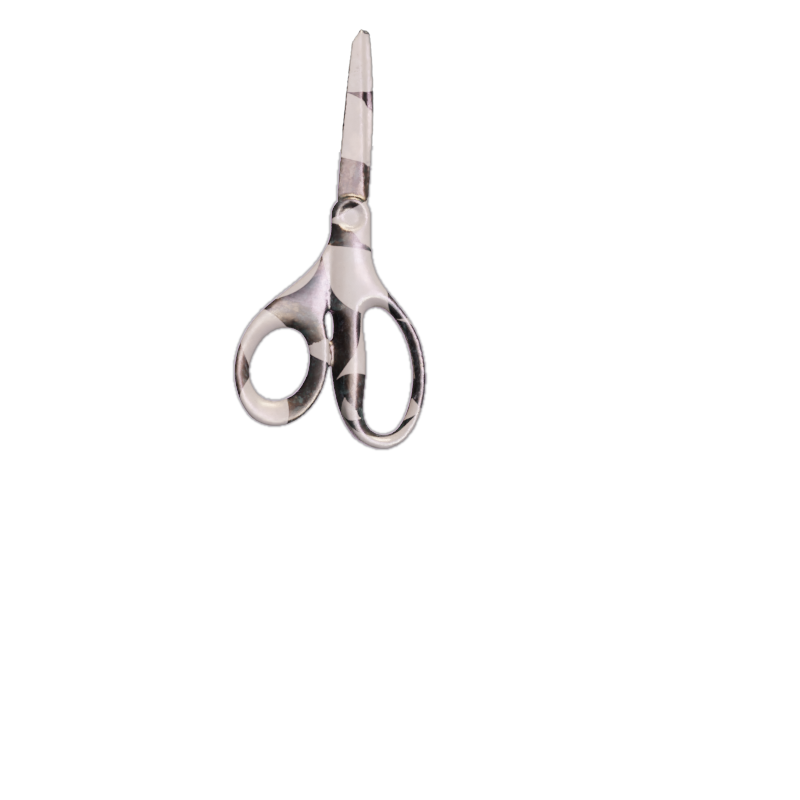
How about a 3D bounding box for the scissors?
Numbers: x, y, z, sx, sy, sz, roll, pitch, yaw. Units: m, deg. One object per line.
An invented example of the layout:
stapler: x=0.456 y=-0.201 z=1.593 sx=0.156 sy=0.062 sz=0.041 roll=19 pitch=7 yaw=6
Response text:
scissors: x=-0.041 y=-0.075 z=0.522 sx=0.096 sy=0.209 sz=0.015 roll=-12 pitch=-13 yaw=-3
